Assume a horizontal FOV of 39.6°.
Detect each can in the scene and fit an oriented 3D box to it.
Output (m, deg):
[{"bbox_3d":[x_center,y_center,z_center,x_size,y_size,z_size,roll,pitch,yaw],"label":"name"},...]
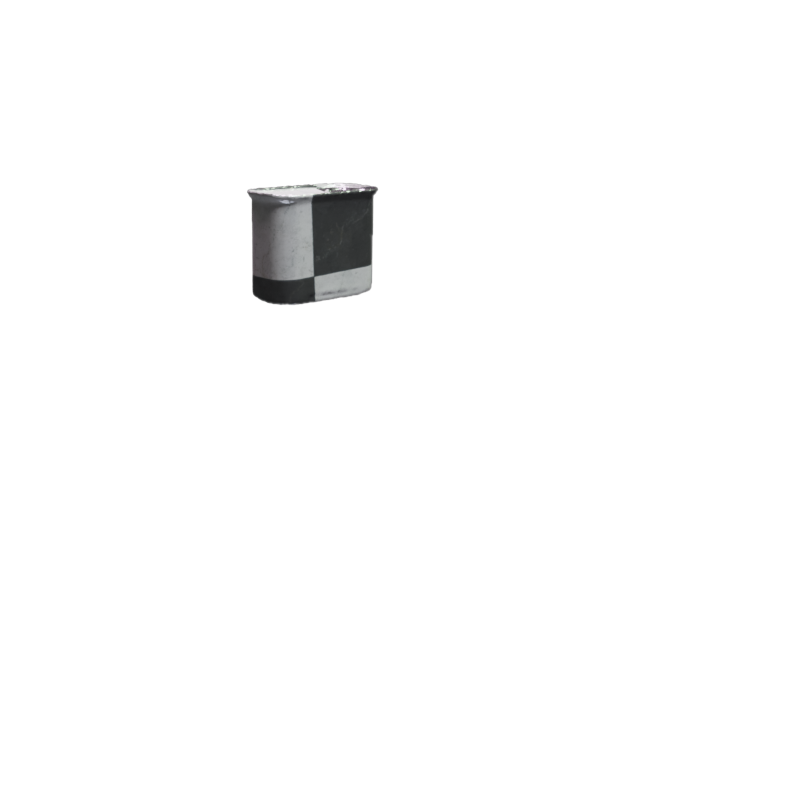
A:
[{"bbox_3d":[-0.067,-0.123,0.860,0.099,0.082,0.061,-10,16,-38],"label":"can"}]
